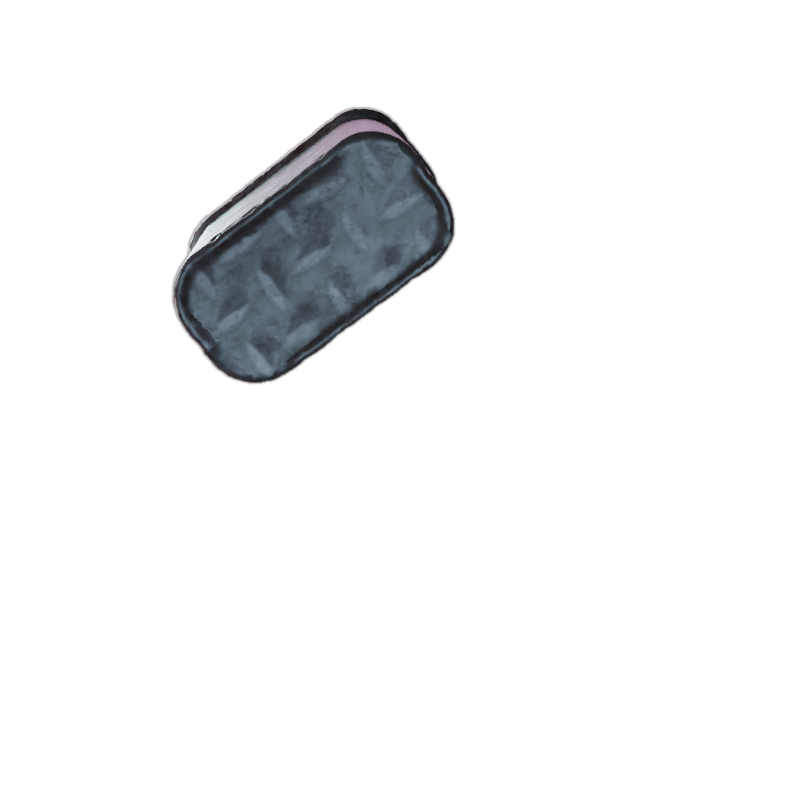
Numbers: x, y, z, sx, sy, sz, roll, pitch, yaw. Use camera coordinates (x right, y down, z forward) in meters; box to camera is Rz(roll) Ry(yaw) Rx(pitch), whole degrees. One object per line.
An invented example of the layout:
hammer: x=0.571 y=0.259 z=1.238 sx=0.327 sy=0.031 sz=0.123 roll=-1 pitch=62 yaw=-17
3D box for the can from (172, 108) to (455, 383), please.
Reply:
can: x=-0.032 y=-0.058 z=0.403 sx=0.102 sy=0.056 sz=0.087 roll=-37 pitch=14 yaw=6
